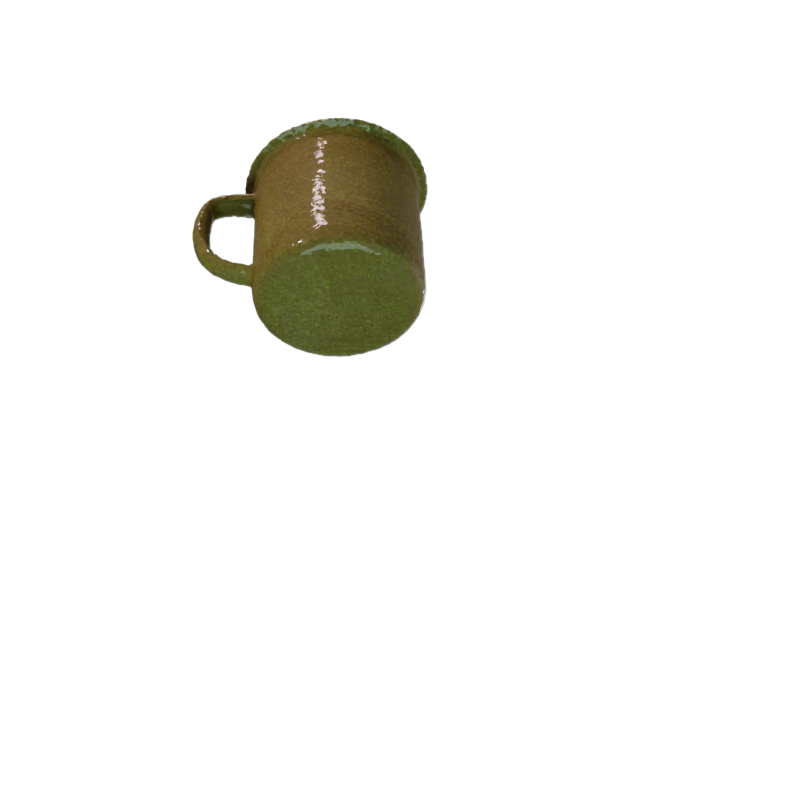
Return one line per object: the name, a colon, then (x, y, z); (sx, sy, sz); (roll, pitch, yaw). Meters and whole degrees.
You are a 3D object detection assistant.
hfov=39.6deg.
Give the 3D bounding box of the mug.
mug: (-0.042, -0.077, 0.538); (0.116, 0.087, 0.087); (4, -44, -6)
